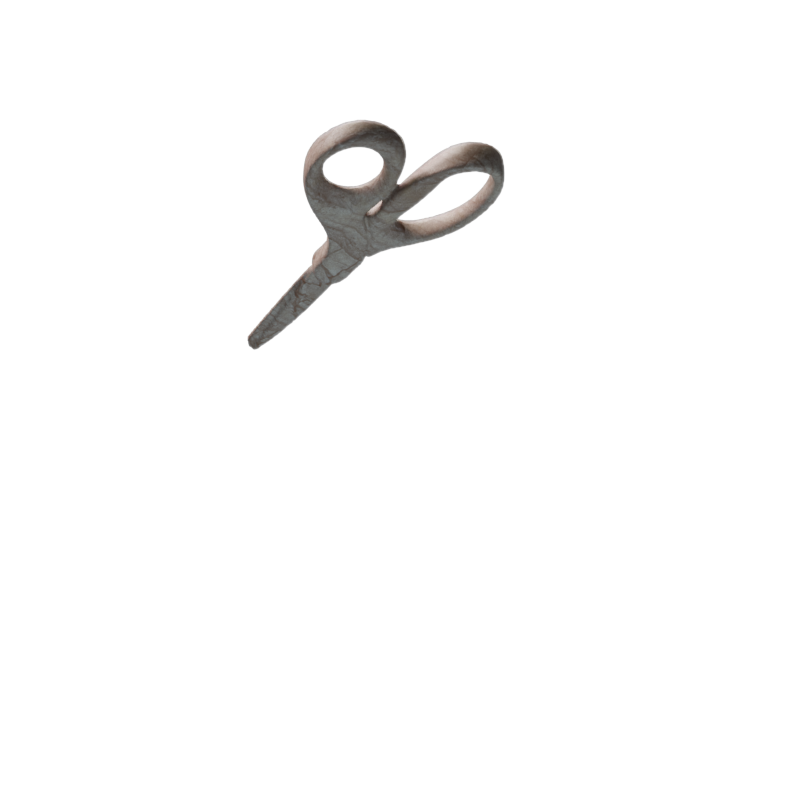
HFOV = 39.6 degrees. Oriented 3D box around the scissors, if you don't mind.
[{"bbox_3d":[-0.042,-0.076,0.531,0.202,0.017,0.090,-25,-37,38],"label":"scissors"}]
